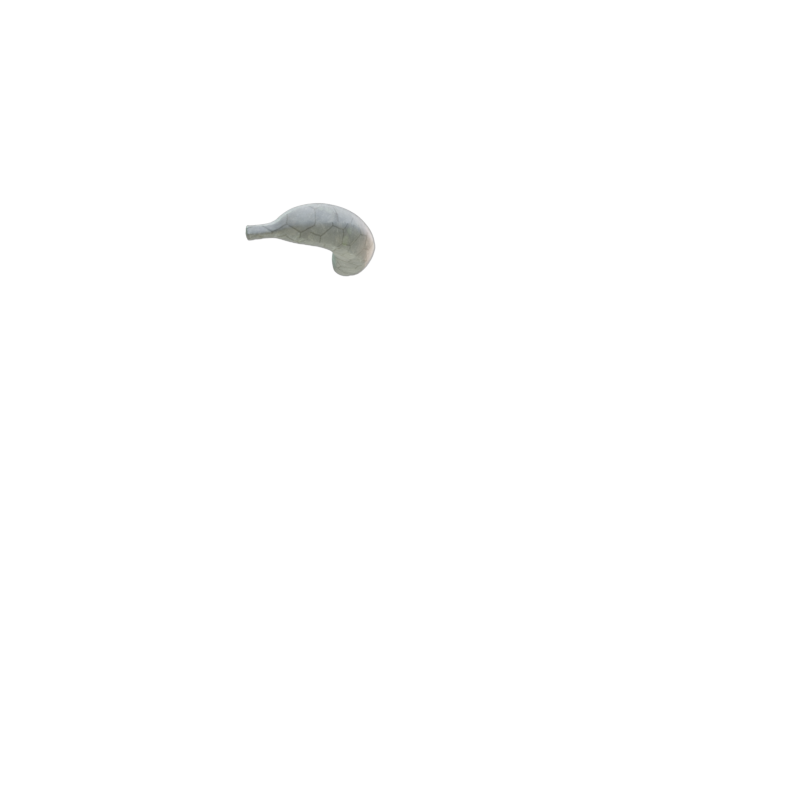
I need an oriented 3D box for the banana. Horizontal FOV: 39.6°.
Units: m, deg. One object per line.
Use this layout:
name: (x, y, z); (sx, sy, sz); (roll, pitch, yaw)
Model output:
banana: (-0.058, -0.136, 0.939); (0.071, 0.038, 0.189); (-3, -6, 21)
